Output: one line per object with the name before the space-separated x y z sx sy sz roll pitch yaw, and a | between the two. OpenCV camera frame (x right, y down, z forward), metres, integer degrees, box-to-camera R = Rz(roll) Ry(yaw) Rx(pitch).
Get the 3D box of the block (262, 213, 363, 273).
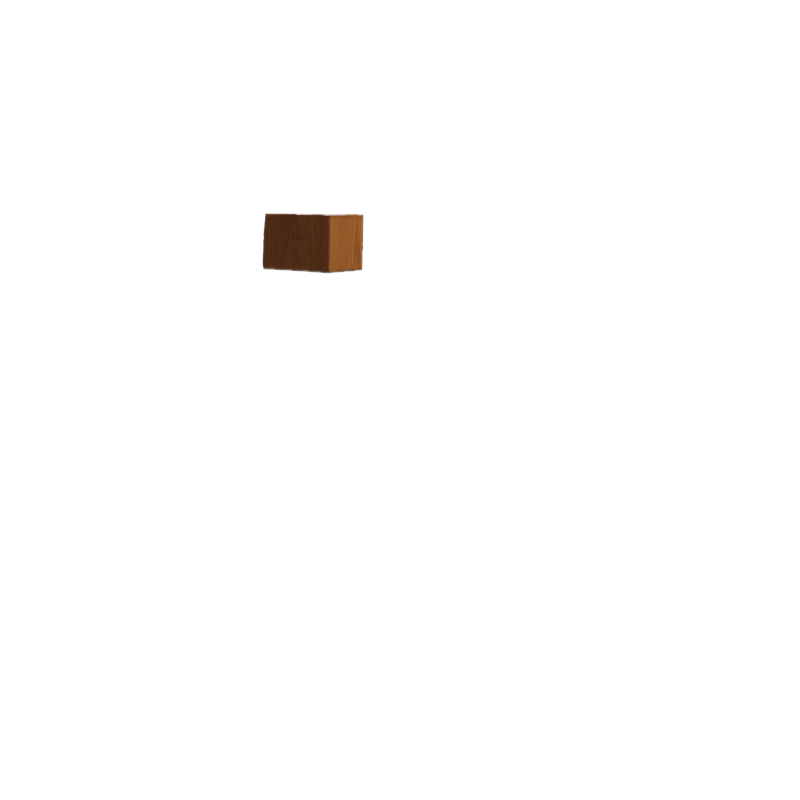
block | -0.078 -0.143 0.998 0.081 0.051 0.051 6 9 37
